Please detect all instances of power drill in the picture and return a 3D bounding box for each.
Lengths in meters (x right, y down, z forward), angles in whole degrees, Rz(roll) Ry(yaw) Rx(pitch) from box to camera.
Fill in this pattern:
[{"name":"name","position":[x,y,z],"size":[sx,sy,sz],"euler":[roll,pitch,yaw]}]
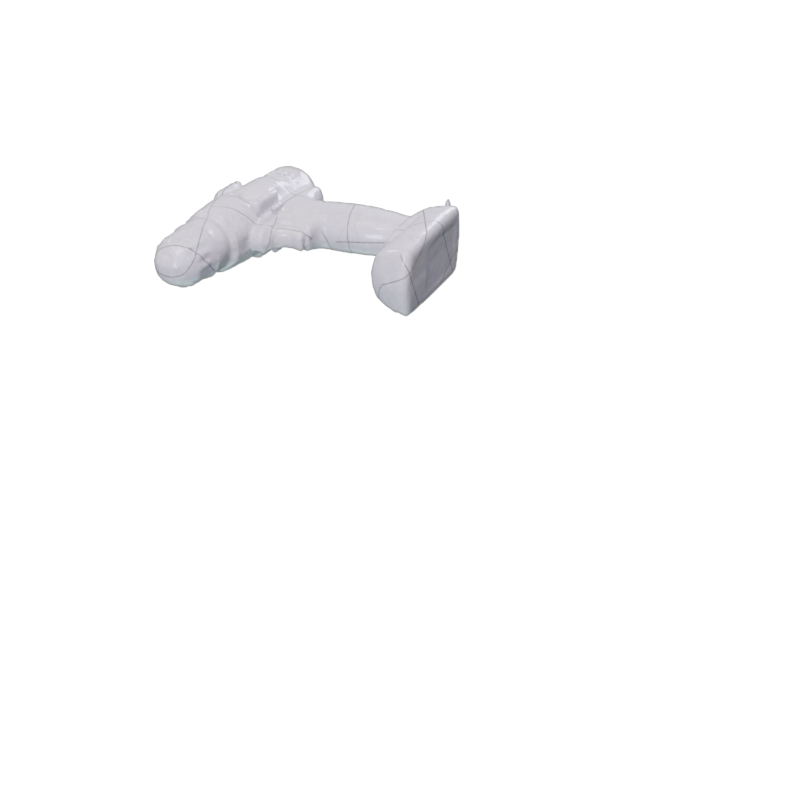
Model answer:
[{"name":"power drill","position":[-0.064,-0.117,0.820],"size":[0.196,0.054,0.188],"euler":[16,35,23]}]
